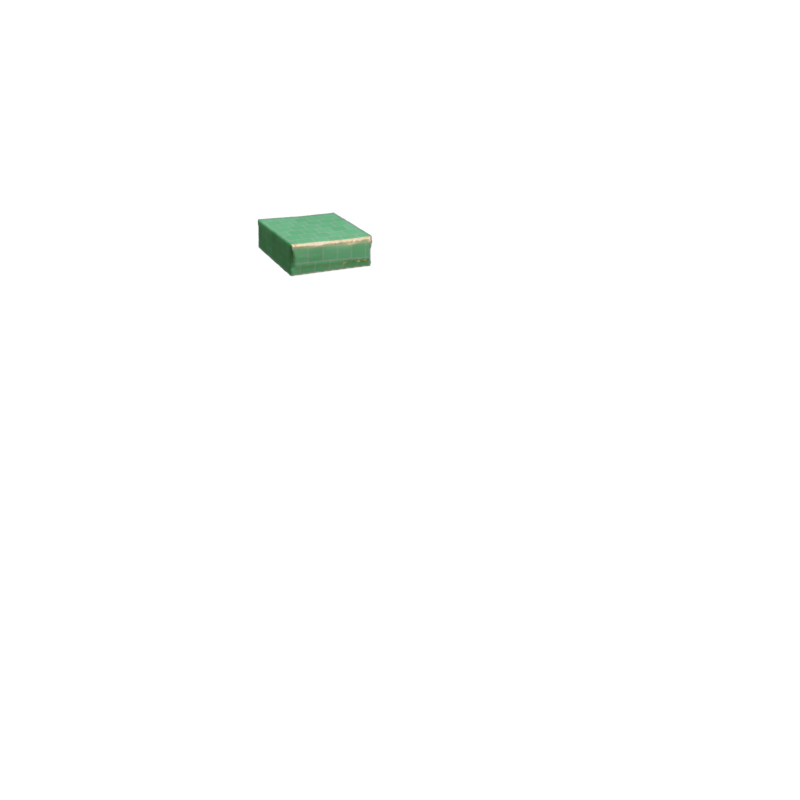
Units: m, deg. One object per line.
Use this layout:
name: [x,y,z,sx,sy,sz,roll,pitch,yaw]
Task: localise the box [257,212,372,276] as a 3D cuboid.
box: [-0.074,-0.135,0.949,0.072,0.029,0.095,-9,24,-21]
